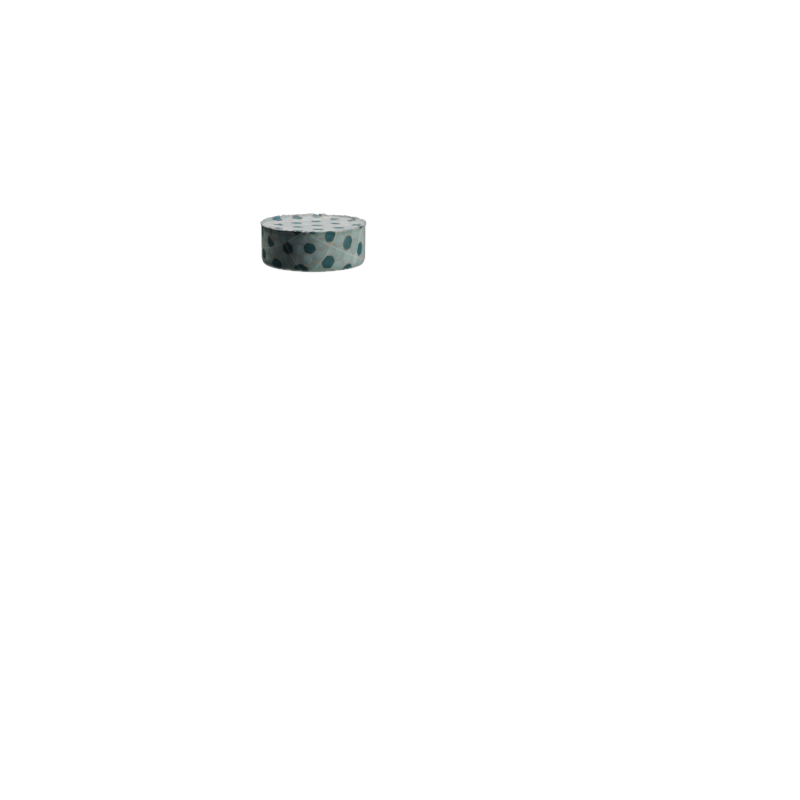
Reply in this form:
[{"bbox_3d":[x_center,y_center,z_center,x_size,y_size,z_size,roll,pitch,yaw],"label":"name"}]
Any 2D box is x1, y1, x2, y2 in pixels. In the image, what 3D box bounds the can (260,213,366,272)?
[{"bbox_3d":[-0.070,-0.128,0.899,0.086,0.032,0.089,-1,17,-2],"label":"can"}]
